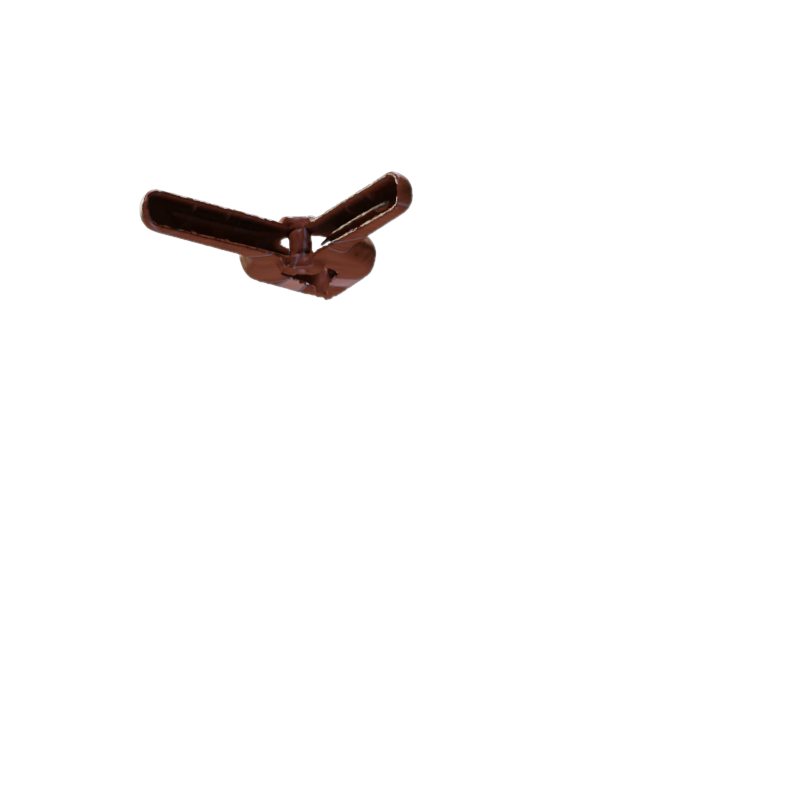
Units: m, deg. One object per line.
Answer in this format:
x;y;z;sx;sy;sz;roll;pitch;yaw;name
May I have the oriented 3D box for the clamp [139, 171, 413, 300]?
-0.058;-0.105;0.738;0.167;0.038;0.200;-2;-10;14;clamp
